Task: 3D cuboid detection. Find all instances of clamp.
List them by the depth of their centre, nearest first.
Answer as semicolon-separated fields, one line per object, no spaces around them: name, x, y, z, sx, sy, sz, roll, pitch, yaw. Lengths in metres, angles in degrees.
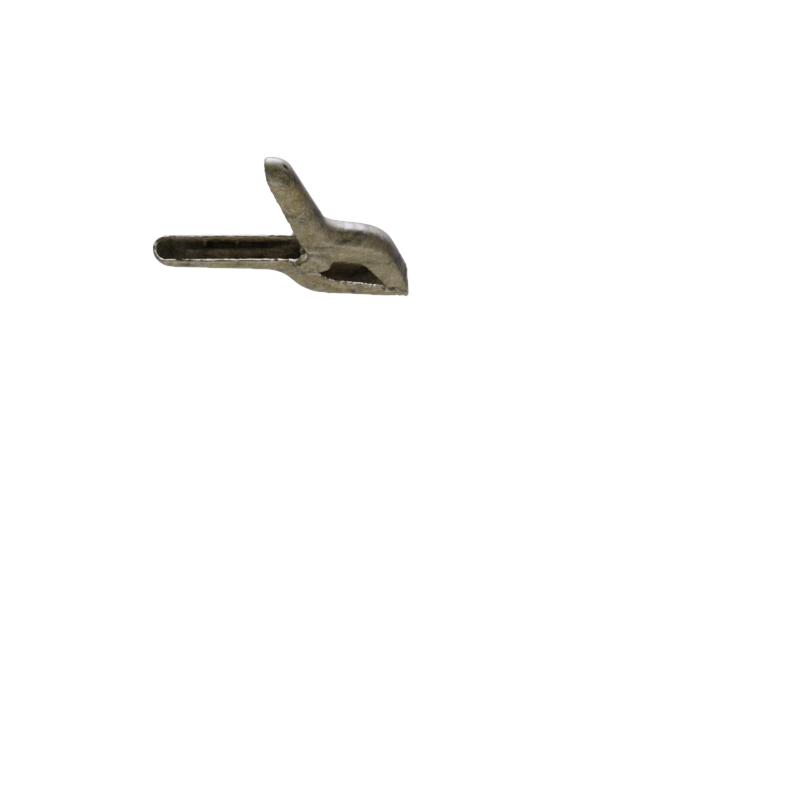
clamp;-0.069;-0.125;0.878;0.200;0.038;0.163;13;-25;-30
